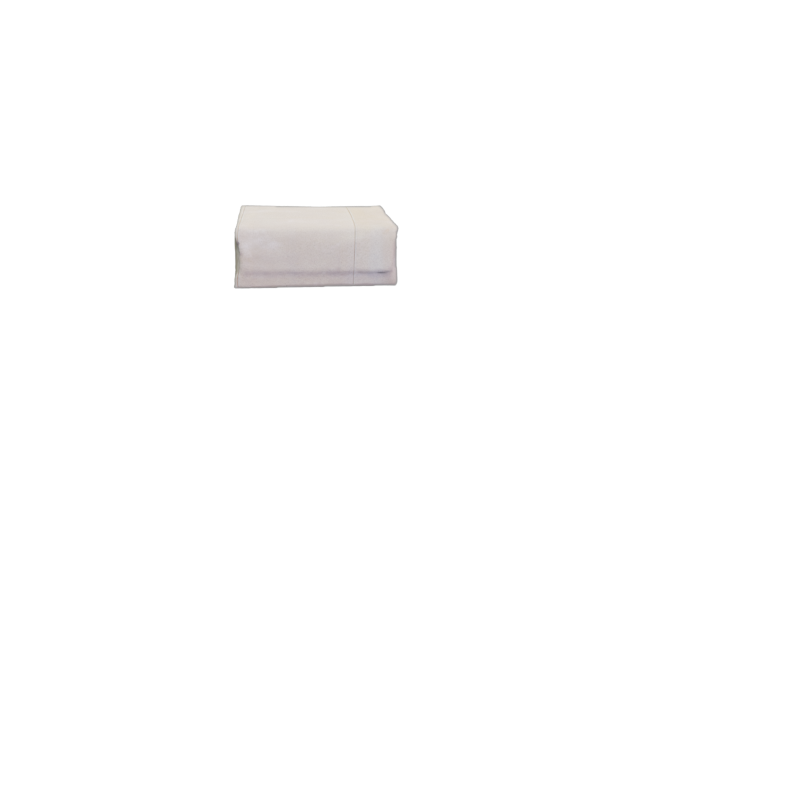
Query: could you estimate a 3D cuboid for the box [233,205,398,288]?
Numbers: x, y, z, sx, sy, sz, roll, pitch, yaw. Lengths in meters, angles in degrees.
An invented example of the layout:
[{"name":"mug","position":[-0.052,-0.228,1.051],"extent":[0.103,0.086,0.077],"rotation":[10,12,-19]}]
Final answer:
[{"name":"box","position":[-0.041,-0.075,0.527],"extent":[0.073,0.029,0.092],"rotation":[-1,15,-4]}]
